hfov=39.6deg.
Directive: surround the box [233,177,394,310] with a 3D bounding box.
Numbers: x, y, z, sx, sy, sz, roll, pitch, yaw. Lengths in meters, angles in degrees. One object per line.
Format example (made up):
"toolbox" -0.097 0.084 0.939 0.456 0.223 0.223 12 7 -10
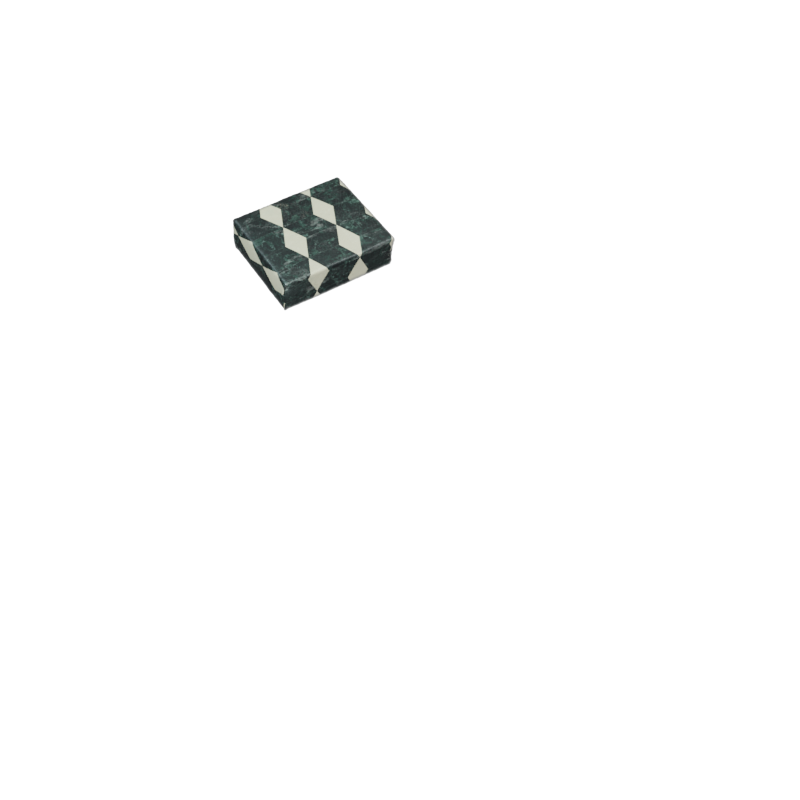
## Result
"box" -0.076 -0.138 0.966 0.113 0.097 0.036 -27 -34 -21
